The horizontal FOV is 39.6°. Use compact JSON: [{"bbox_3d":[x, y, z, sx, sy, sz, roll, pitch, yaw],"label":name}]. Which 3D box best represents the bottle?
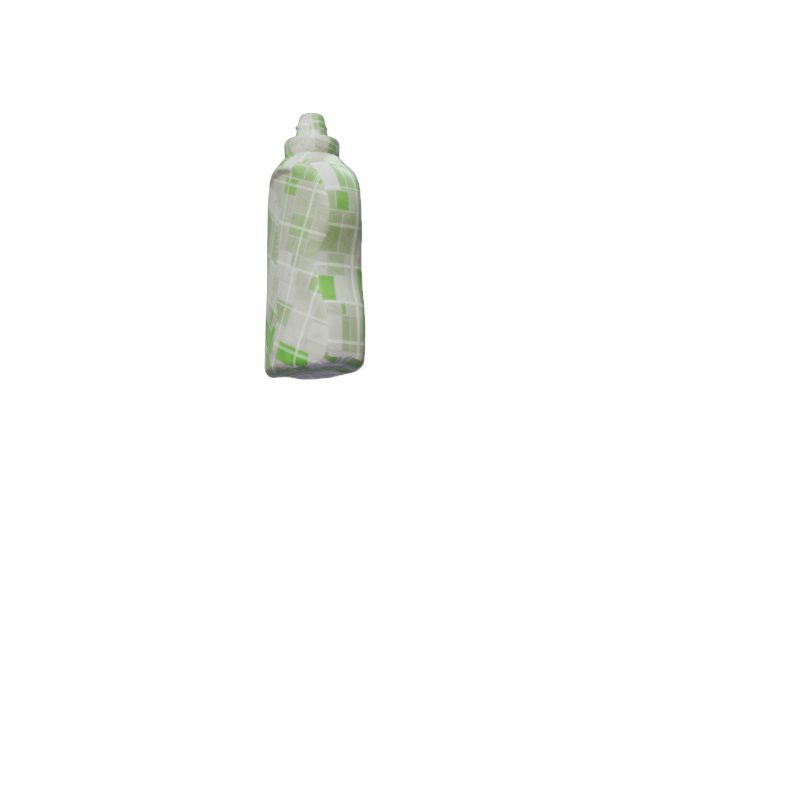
[{"bbox_3d":[-0.063,-0.115,0.802,0.056,0.198,0.097,6,-14,-29],"label":"bottle"}]
